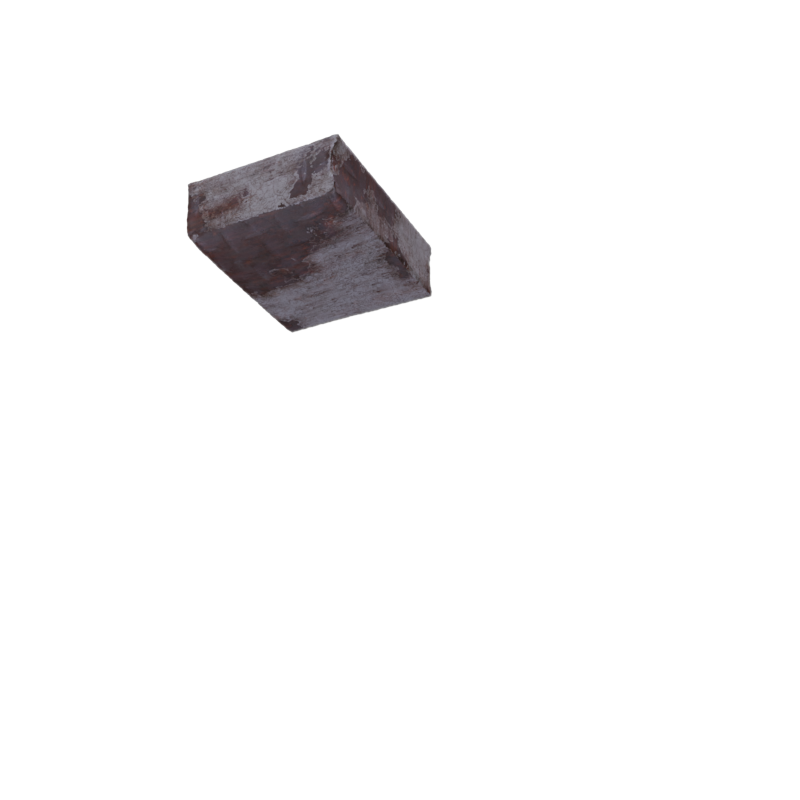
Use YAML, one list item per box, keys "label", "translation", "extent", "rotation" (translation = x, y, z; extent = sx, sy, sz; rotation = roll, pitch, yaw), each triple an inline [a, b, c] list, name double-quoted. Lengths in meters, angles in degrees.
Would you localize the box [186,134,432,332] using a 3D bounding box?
- label: "box"
  translation: [-0.046, -0.083, 0.585]
  extent: [0.091, 0.041, 0.105]
  rotation: [-14, -31, 24]
